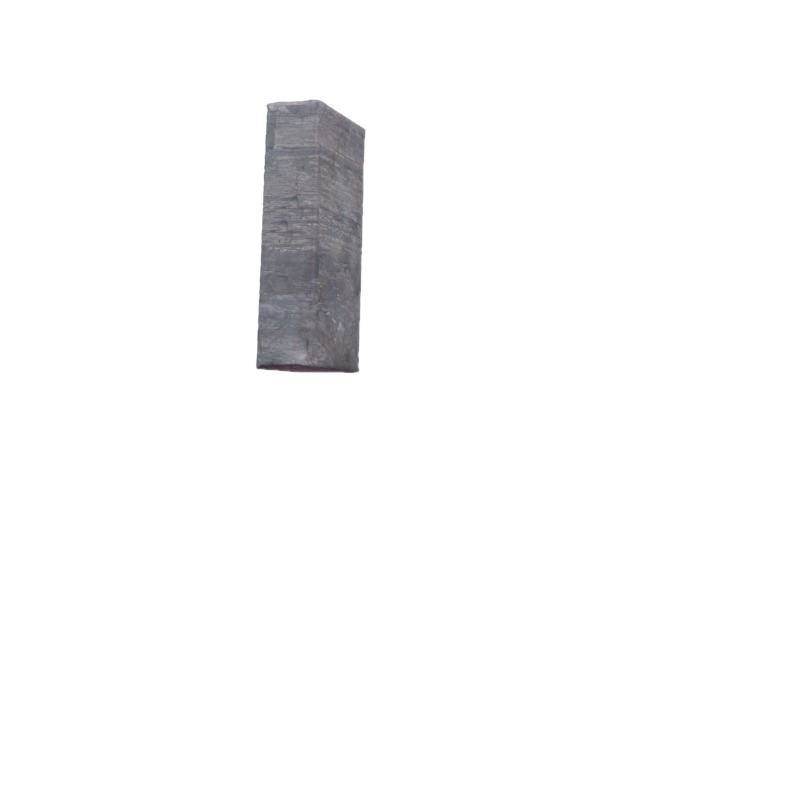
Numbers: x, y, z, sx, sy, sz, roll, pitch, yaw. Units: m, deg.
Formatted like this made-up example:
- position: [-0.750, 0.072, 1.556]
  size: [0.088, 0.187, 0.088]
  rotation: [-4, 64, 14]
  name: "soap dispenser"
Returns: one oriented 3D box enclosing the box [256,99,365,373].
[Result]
- position: [-0.059, -0.108, 0.756]
  size: [0.049, 0.180, 0.090]
  rotation: [-3, -7, 19]
  name: "box"
